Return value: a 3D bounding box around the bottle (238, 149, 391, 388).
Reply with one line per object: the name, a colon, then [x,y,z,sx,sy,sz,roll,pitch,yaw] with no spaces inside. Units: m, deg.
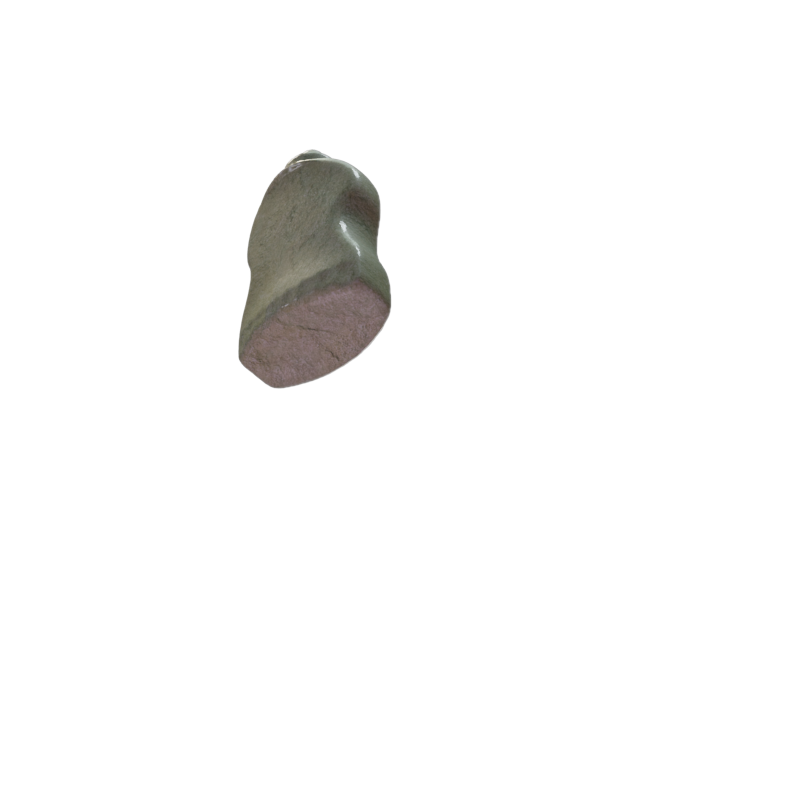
bottle: [-0.056,-0.102,0.709,0.095,0.206,0.055,-34,-54,24]
